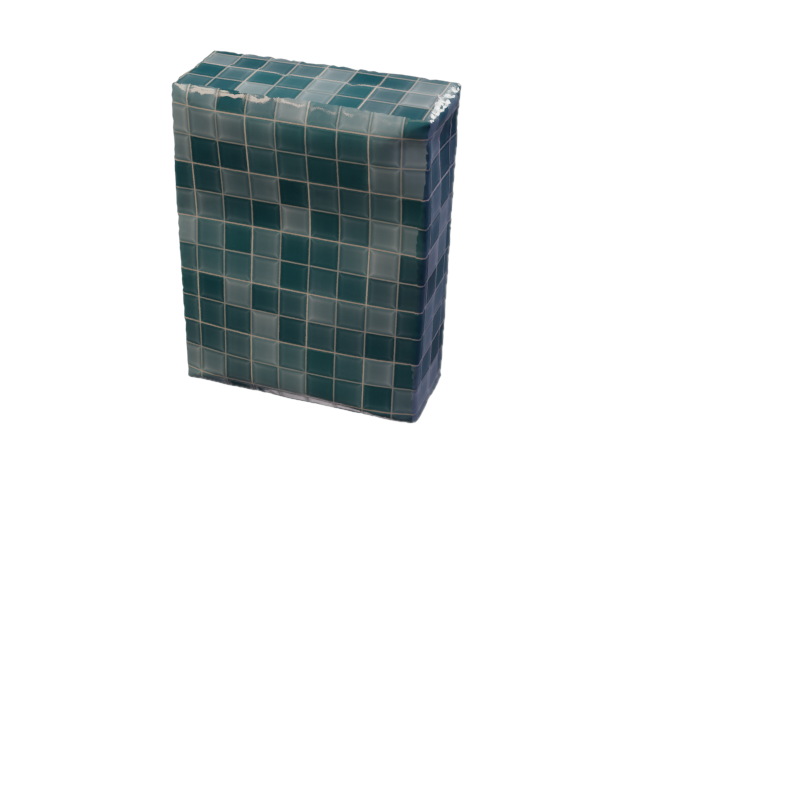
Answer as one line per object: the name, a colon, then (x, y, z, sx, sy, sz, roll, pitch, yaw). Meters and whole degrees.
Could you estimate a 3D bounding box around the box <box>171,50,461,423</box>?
box: (-0.055, -0.100, 0.700, 0.169, 0.201, 0.074, 13, 33, 16)
